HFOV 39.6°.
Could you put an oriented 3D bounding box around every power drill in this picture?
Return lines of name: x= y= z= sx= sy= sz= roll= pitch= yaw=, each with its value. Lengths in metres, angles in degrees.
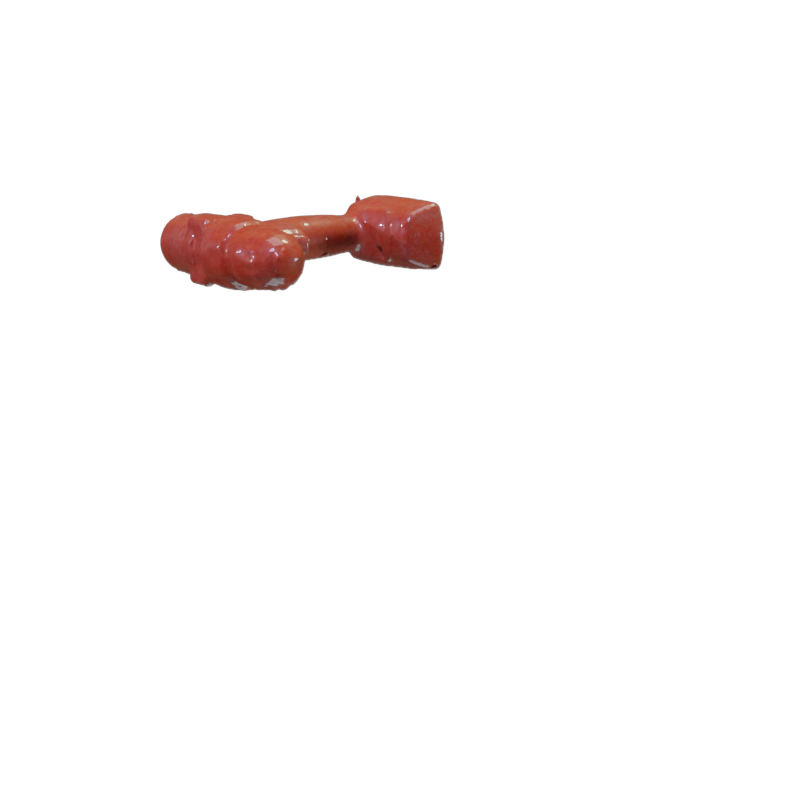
power drill: x=-0.064 y=-0.117 z=0.816 sx=0.182 sy=0.056 sz=0.194 roll=-8 pitch=17 yaw=-30
